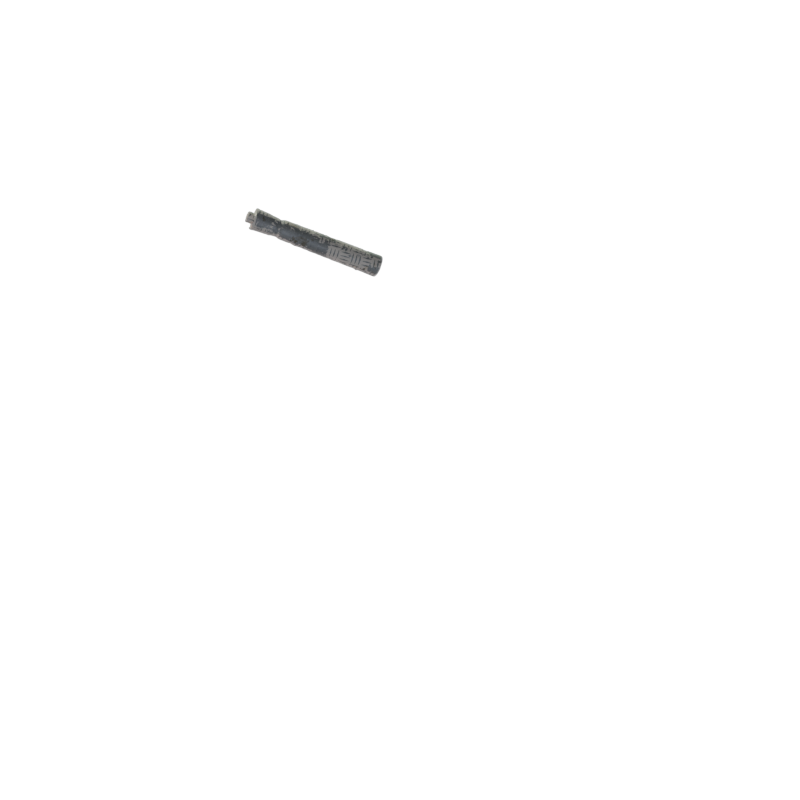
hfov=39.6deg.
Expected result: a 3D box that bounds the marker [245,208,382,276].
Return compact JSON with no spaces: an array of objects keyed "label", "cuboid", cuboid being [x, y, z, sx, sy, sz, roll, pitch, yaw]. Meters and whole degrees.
[{"label":"marker","cuboid":[-0.073,-0.134,0.936,0.118,0.020,0.020,20,0,-10]}]
